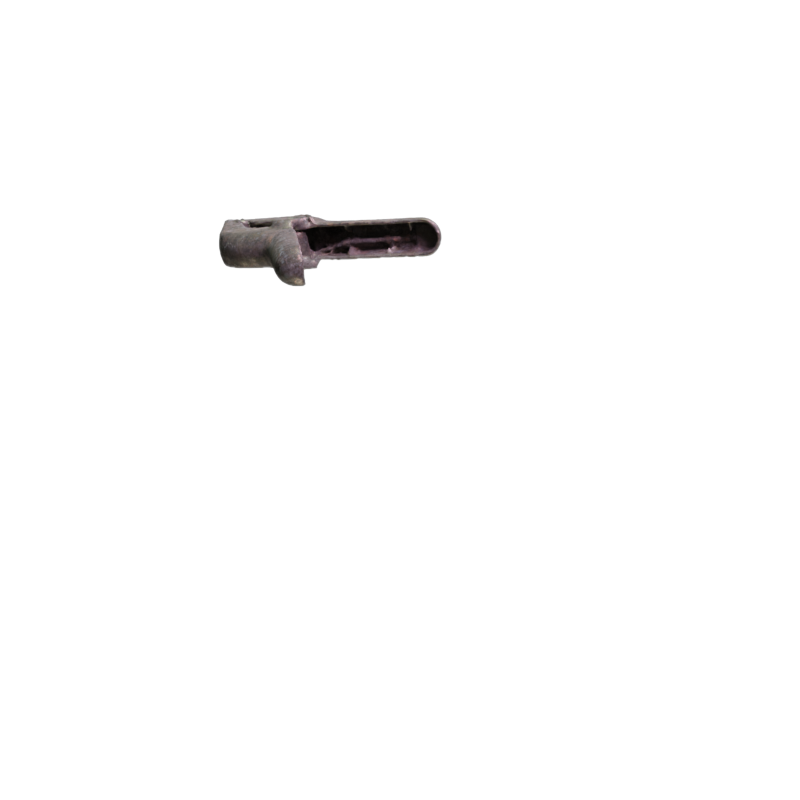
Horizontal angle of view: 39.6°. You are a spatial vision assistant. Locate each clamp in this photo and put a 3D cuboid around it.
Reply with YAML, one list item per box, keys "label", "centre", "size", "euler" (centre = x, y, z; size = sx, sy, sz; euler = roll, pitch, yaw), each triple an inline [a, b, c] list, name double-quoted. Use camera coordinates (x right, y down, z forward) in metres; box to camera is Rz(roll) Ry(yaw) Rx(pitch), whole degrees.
- label: "clamp"
  centre: [-0.058, -0.105, 0.737]
  size: [0.117, 0.038, 0.181]
  euler: [-8, 17, -28]
